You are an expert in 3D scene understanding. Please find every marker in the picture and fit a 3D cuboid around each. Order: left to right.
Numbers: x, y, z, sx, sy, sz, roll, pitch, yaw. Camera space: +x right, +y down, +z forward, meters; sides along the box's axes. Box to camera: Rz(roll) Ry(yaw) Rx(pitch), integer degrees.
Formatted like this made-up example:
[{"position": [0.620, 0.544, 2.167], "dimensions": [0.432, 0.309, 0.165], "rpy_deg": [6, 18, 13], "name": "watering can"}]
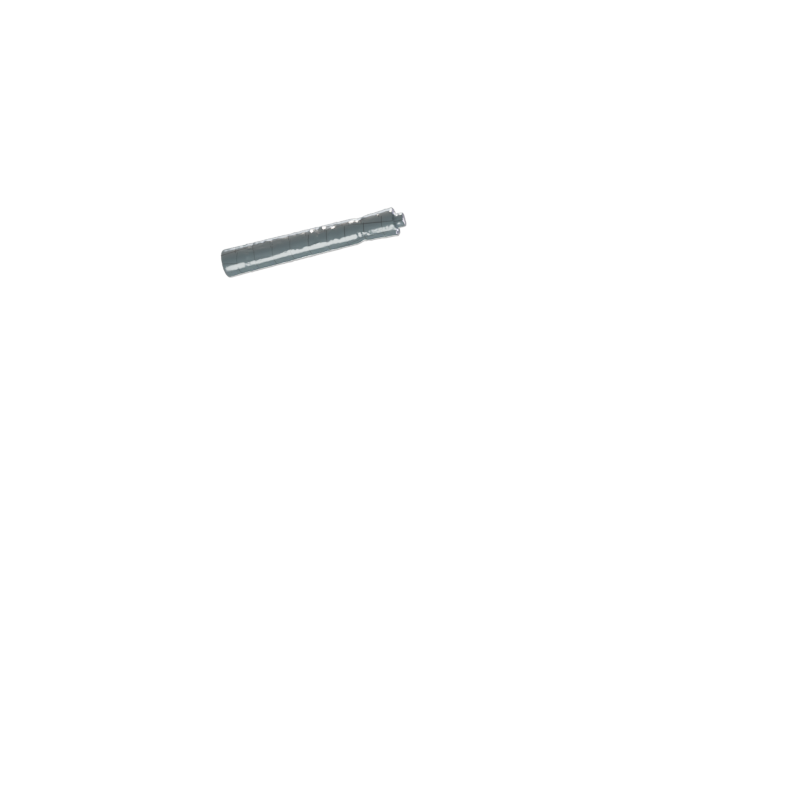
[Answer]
[{"position": [-0.055, -0.101, 0.708], "dimensions": [0.122, 0.020, 0.020], "rpy_deg": [-12, 1, 13], "name": "marker"}]
